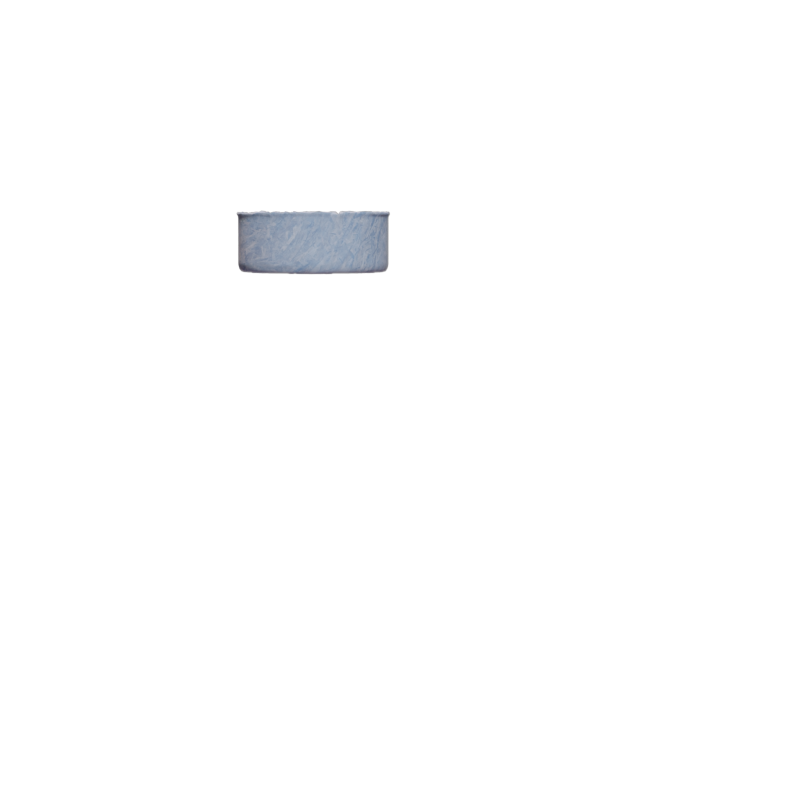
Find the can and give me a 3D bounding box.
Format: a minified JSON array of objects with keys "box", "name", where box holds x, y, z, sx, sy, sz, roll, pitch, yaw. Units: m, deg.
[{"box":[-0.049,-0.089,0.621,0.086,0.033,0.087,0,7,-2],"name":"can"}]
